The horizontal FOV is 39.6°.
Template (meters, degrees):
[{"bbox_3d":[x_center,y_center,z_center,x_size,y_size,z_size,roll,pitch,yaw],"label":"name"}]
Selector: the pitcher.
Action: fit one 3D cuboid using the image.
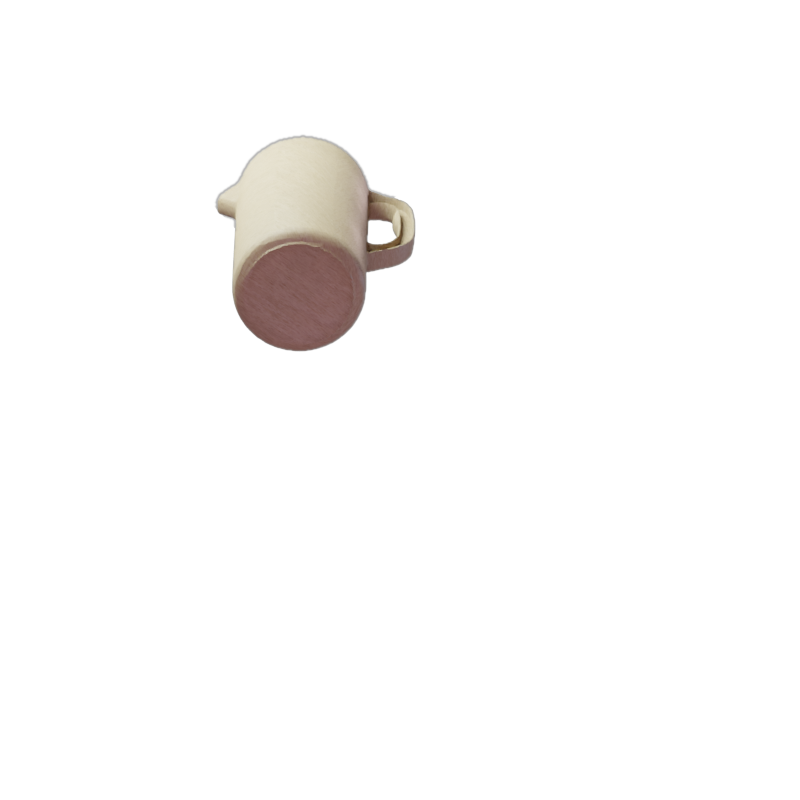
[{"bbox_3d":[-0.078,-0.141,0.991,0.148,0.138,0.256,-38,22,14],"label":"pitcher"}]
